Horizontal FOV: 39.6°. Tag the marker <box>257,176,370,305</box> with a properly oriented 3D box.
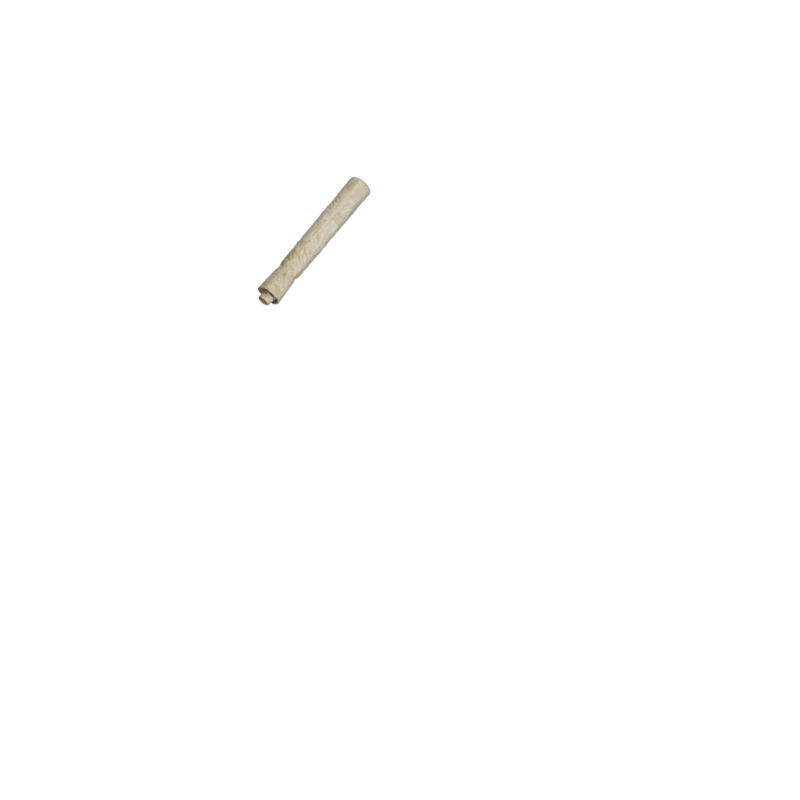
[{"bbox_3d":[-0.063,-0.116,0.810,0.021,0.124,0.019,3,-40,52],"label":"marker"}]
